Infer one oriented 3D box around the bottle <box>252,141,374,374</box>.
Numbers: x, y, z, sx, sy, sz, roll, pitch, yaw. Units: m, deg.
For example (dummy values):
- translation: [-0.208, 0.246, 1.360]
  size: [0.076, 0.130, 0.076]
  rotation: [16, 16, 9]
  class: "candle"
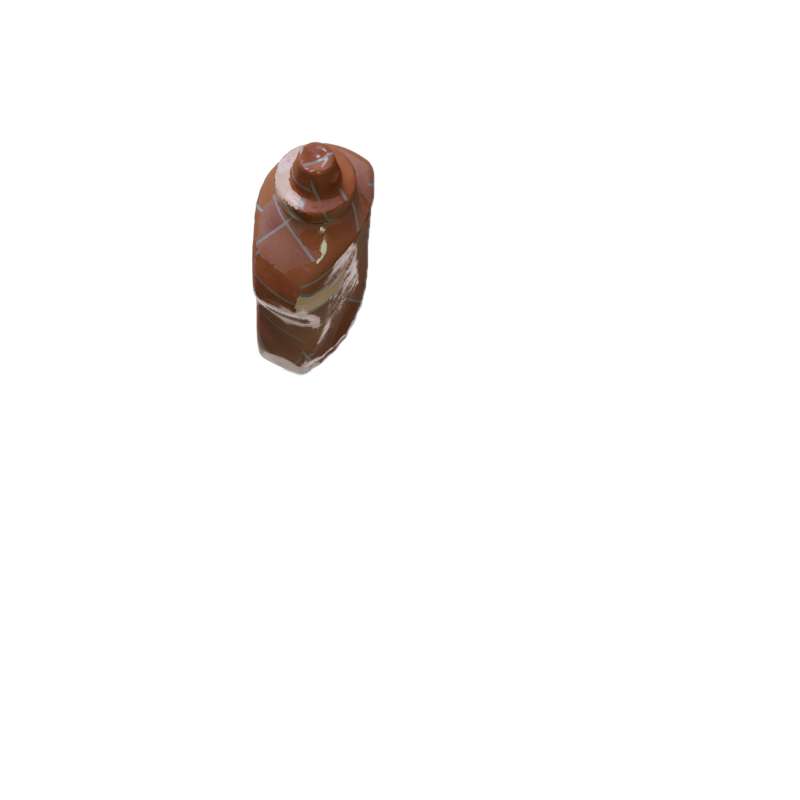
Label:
- translation: [-0.048, -0.088, 0.616]
  size: [0.059, 0.099, 0.183]
  rotation: [26, -19, 5]
  class: "bottle"
